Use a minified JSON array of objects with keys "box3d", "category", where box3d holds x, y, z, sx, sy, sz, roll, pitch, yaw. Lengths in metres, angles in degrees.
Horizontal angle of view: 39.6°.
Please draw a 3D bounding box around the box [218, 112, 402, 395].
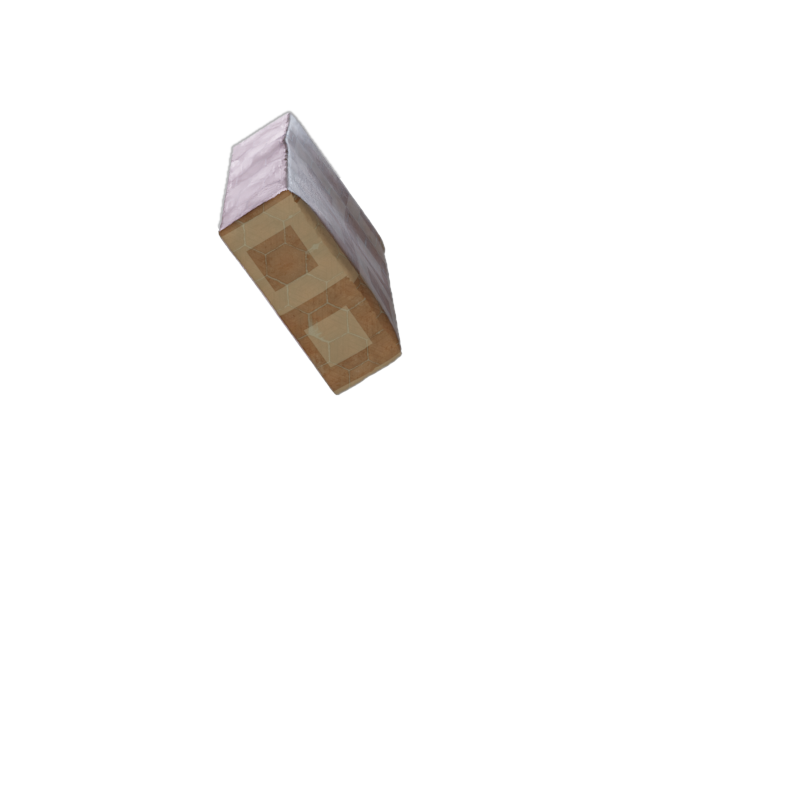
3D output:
[{"box3d":[-0.071,-0.130,0.912,0.072,0.156,0.226,-31,25,12],"category":"box"}]
